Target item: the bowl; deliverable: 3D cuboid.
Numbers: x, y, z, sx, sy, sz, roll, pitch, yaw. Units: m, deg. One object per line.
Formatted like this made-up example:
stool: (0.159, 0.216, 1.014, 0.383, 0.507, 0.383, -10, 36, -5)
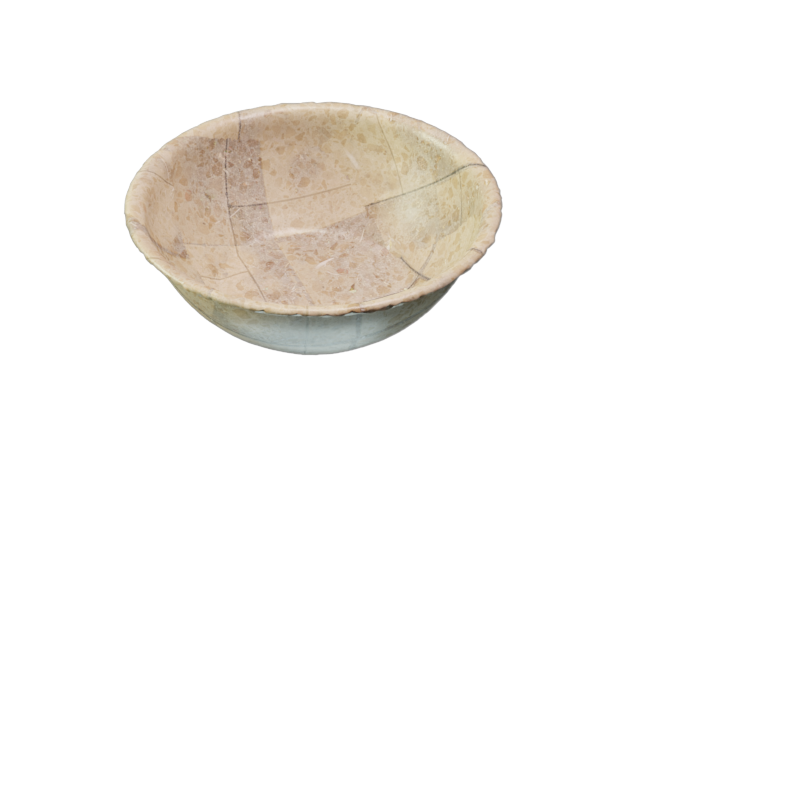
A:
bowl: (-0.039, -0.070, 0.492, 0.162, 0.051, 0.174, -1, 41, -2)
